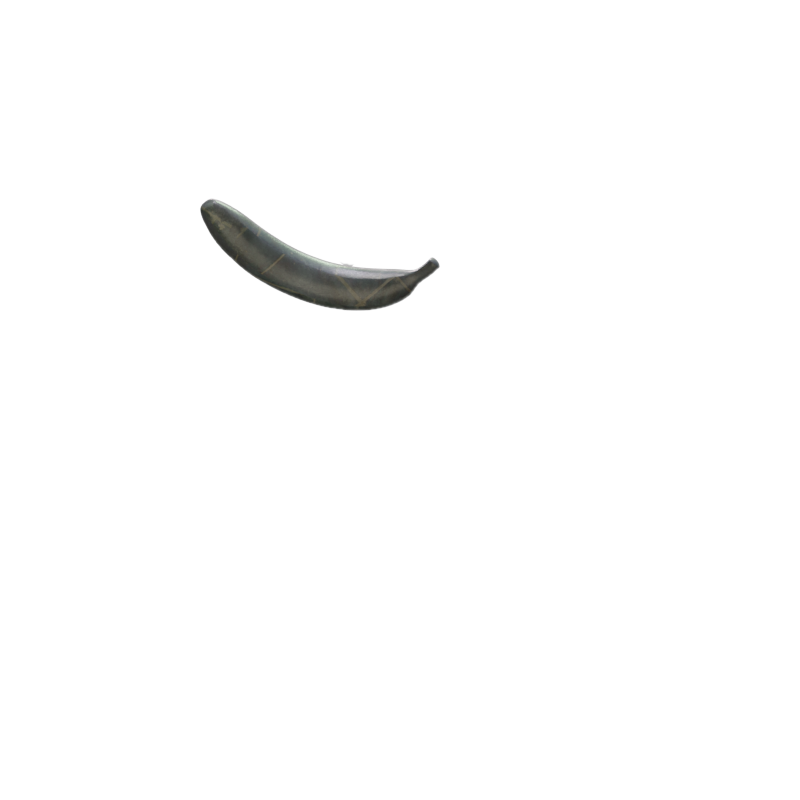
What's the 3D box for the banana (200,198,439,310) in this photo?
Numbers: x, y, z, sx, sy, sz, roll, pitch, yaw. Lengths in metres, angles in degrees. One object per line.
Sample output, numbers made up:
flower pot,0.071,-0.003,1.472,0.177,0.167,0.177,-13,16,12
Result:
banana,-0.072,-0.112,0.908,0.196,0.067,0.039,13,23,-6
